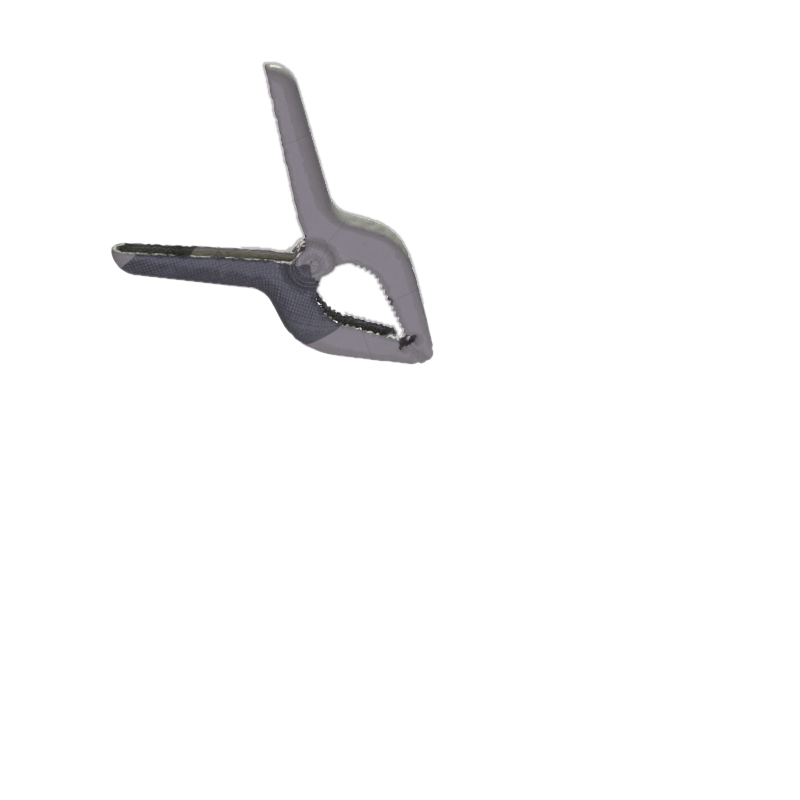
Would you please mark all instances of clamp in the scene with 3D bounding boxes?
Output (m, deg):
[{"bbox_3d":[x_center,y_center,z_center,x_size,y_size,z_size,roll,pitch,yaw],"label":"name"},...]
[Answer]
[{"bbox_3d":[-0.055,-0.101,0.706,0.205,0.162,0.038,33,15,-10],"label":"clamp"}]
